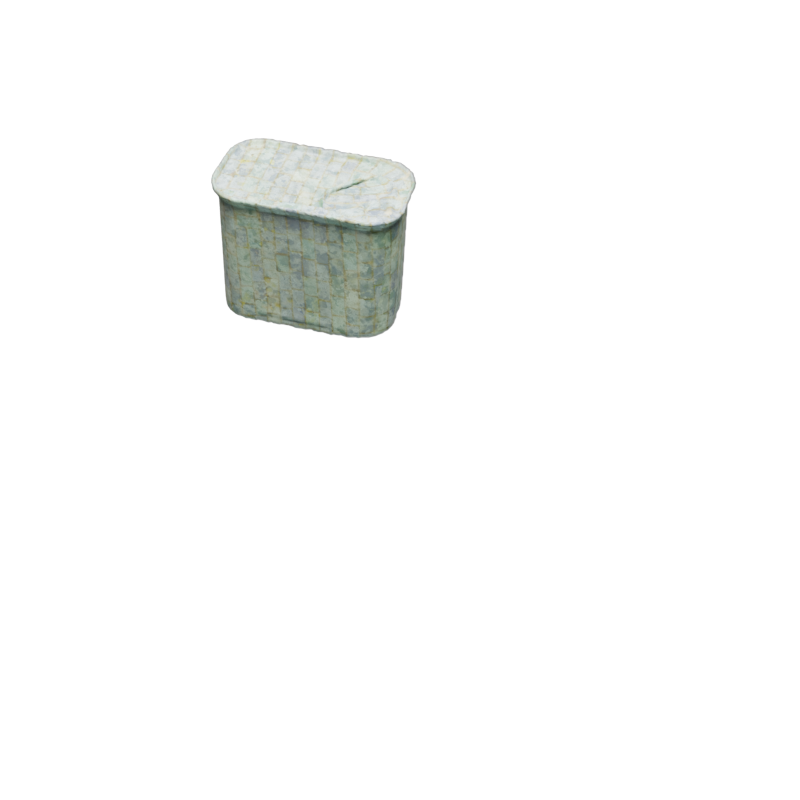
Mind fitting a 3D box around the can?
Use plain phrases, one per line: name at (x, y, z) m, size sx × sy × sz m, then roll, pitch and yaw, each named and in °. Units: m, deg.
can at (-0.046, -0.084, 0.591) m, size 0.104 × 0.078 × 0.060 m, roll 12°, pitch 43°, yaw 11°
